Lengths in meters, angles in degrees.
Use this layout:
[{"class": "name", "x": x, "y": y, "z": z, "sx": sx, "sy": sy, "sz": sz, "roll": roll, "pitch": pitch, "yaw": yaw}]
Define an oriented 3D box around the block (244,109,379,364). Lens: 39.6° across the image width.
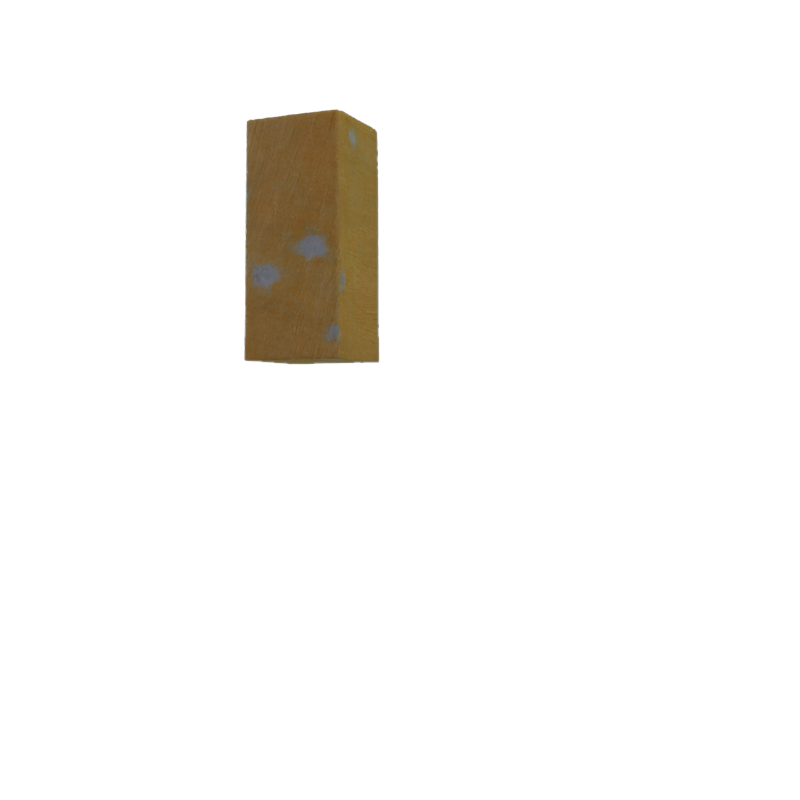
[{"class": "block", "x": -0.074, "y": -0.137, "z": 0.956, "sx": 0.092, "sy": 0.210, "sz": 0.087, "roll": -3, "pitch": -8, "yaw": 23}]
